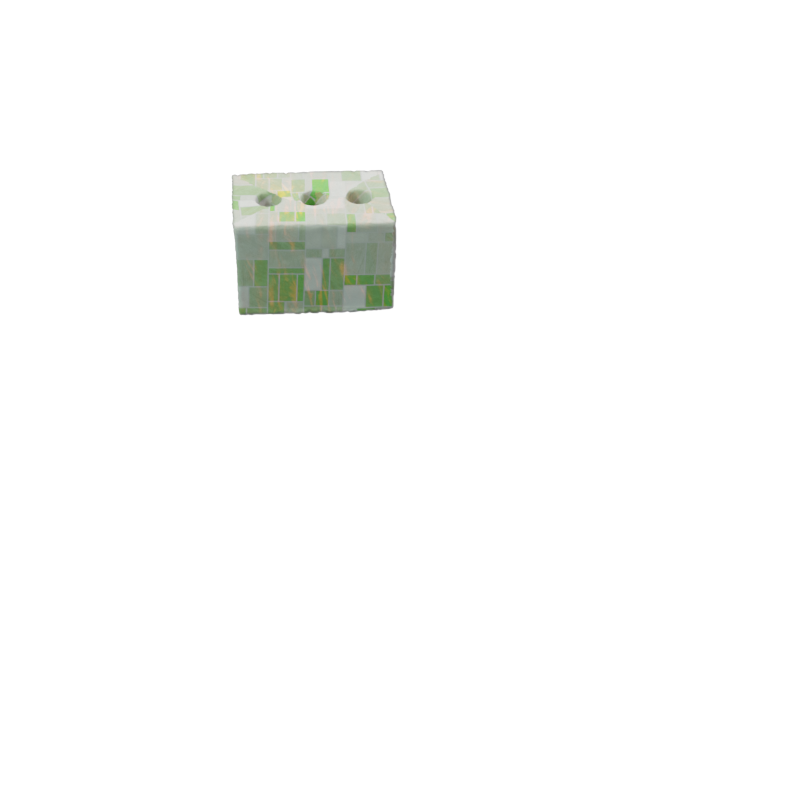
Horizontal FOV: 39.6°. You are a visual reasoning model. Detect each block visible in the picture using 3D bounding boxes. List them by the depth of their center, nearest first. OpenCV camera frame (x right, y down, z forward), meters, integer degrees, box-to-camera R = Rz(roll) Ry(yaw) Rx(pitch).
[{"bbox_3d":[-0.043,-0.078,0.543,0.077,0.048,0.057,-3,35,-5],"label":"block"}]
